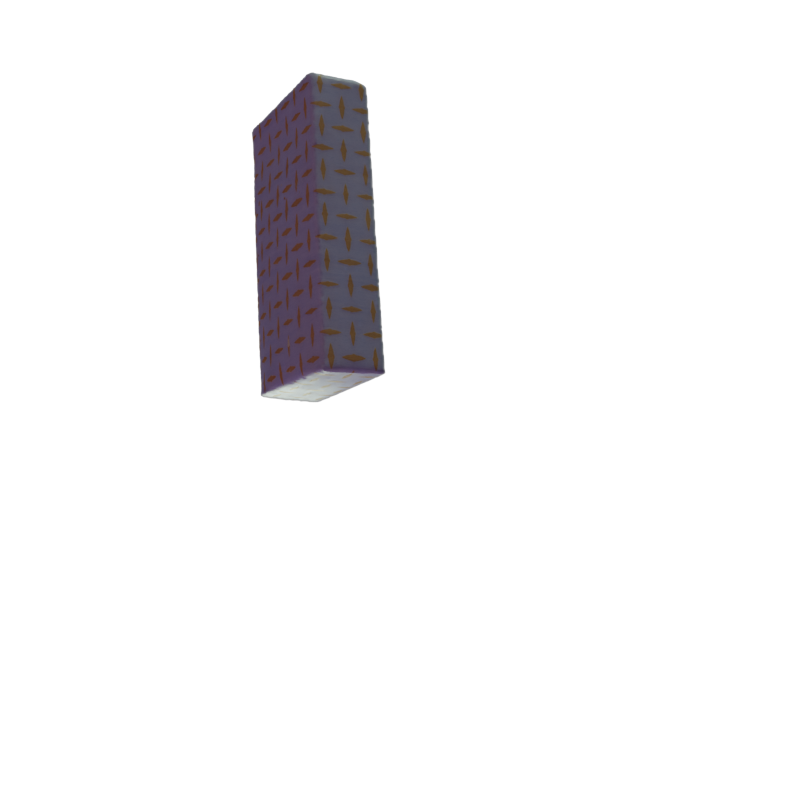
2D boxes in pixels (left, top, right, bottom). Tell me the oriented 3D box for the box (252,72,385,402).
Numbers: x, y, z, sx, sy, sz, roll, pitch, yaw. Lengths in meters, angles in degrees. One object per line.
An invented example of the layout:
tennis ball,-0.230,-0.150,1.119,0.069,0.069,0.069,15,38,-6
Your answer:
box,-0.051,-0.094,0.657,0.046,0.184,0.093,8,-19,-27
